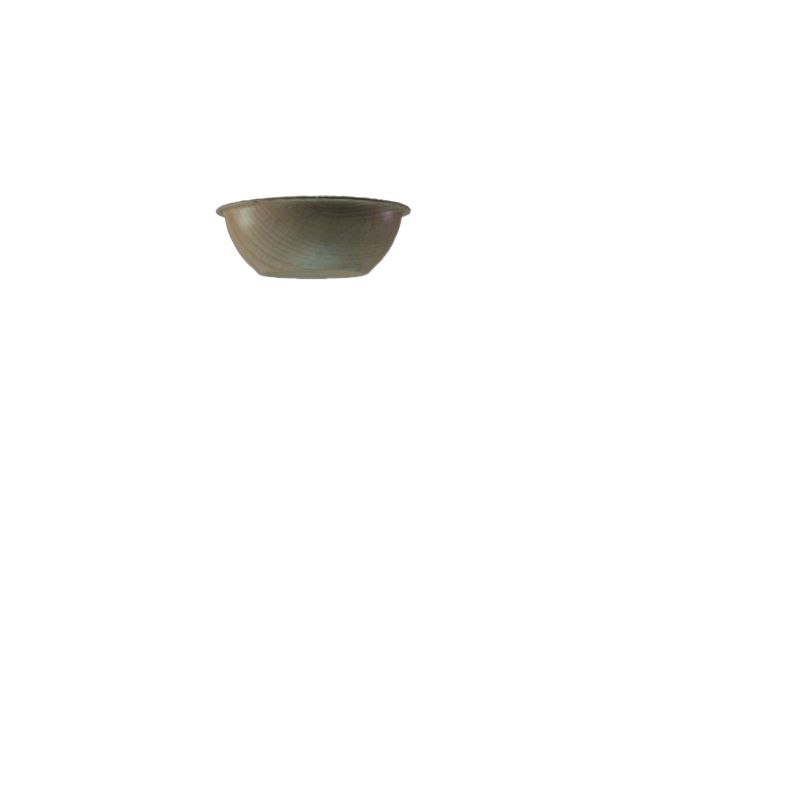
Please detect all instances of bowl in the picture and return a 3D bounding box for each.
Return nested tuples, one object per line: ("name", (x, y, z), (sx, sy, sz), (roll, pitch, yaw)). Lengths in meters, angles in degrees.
("bowl", (-0.072, -0.131, 0.915), (0.162, 0.055, 0.161), (0, 1, -2))
